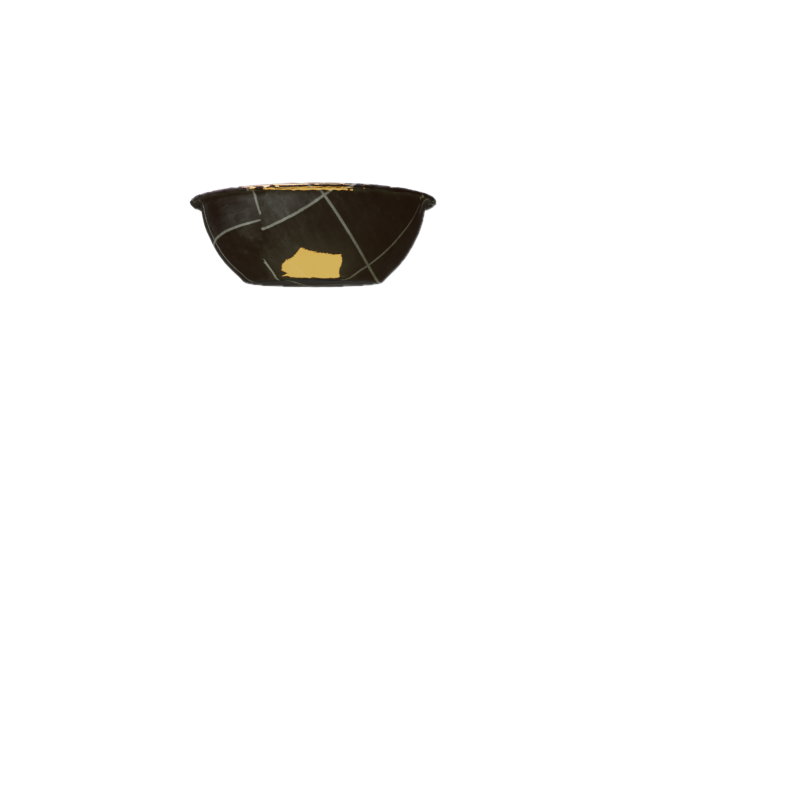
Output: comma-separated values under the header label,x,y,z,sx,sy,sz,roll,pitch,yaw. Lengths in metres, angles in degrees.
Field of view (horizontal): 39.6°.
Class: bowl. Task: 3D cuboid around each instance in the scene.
label,x,y,z,sx,sy,sz,roll,pitch,yaw
bowl,-0.057,-0.104,0.726,0.162,0.055,0.162,0,2,-2
